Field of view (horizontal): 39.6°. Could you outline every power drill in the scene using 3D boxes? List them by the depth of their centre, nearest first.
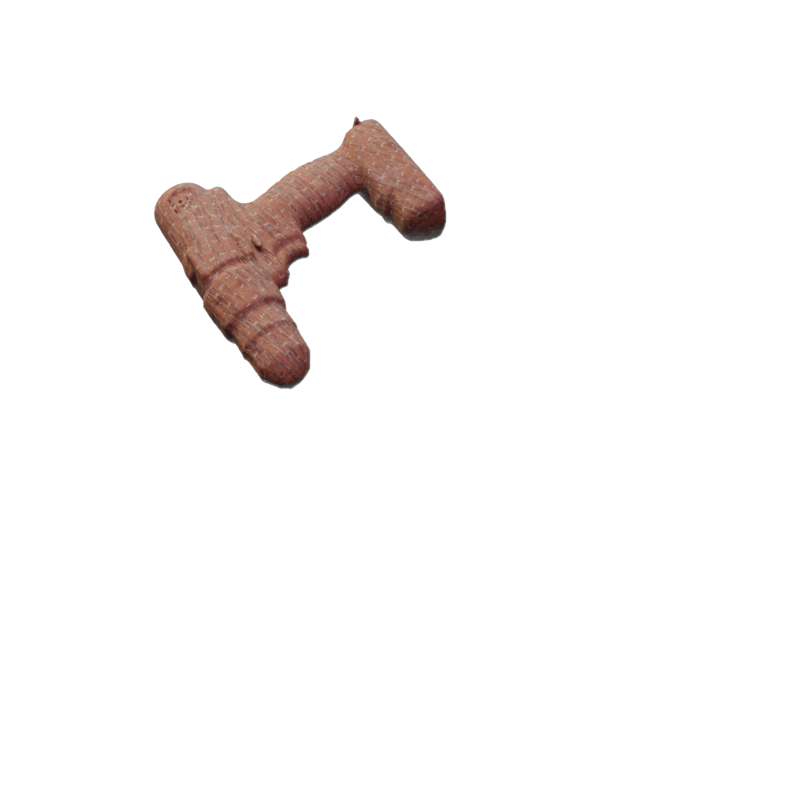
[{"bbox_3d":[-0.063,-0.115,0.805,0.187,0.197,0.054,-28,-28,-17],"label":"power drill"}]
